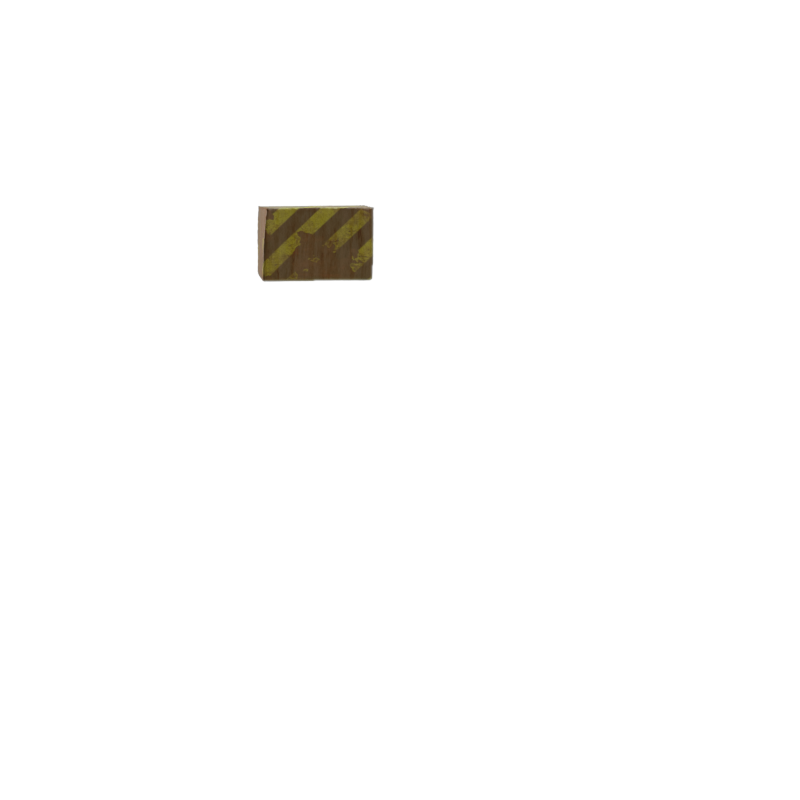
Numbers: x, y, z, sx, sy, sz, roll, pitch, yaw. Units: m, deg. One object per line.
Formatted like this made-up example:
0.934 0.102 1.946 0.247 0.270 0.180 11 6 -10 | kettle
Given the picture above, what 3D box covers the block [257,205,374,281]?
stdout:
-0.062 -0.112 0.787 0.077 0.050 0.054 -2 9 -11 | block
